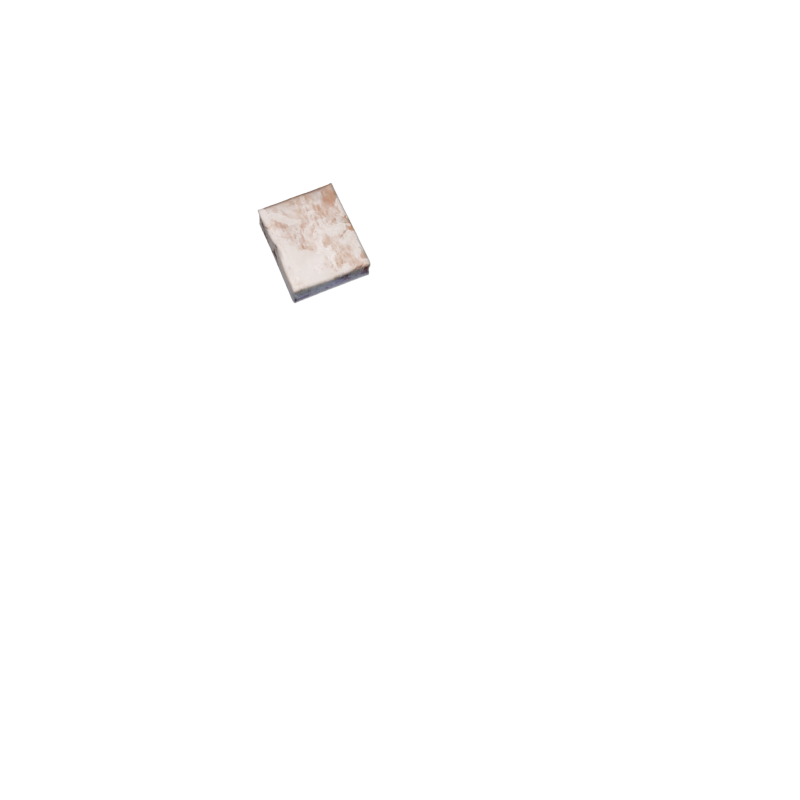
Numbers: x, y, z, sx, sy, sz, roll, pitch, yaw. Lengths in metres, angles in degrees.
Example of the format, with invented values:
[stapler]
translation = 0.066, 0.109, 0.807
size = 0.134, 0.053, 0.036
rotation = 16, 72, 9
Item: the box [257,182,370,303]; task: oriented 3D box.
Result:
[box]
translation = -0.077, -0.141, 0.984
size = 0.073, 0.094, 0.029
rotation = -21, -21, -9
